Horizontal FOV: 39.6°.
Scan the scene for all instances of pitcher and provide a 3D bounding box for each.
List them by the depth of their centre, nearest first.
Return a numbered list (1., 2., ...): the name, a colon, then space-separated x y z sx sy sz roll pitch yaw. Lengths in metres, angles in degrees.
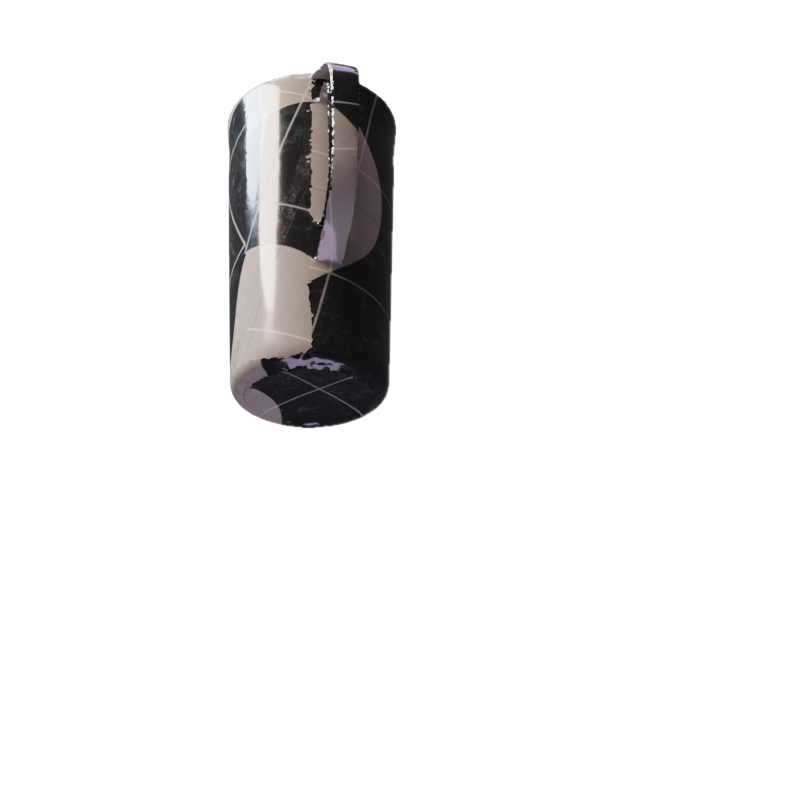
1. pitcher: -0.063 -0.114 0.802 0.146 0.259 0.138 -17 -35 23
